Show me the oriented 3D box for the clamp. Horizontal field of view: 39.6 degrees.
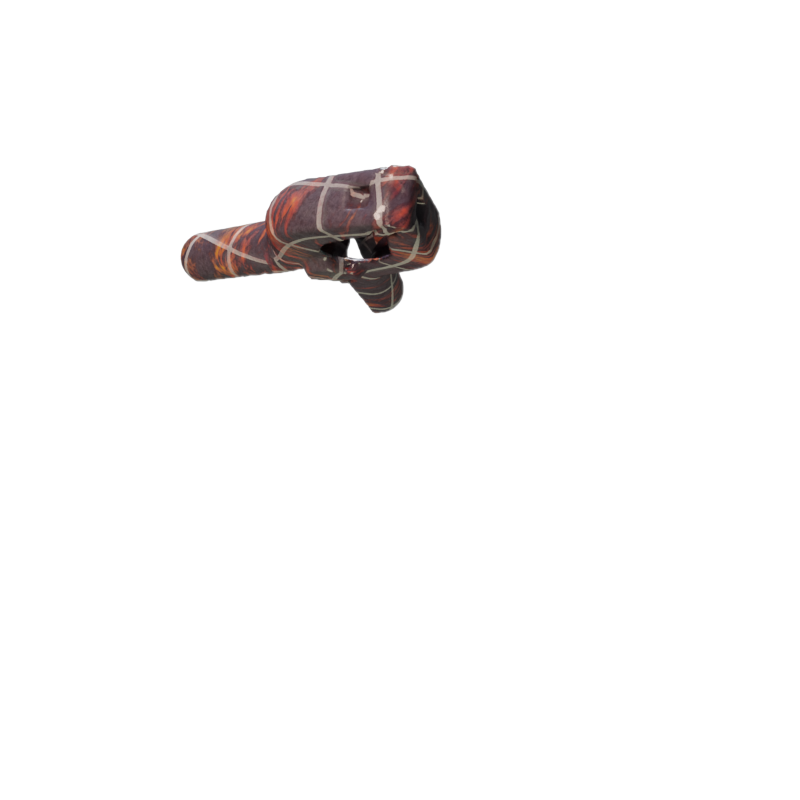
[{"bbox_3d":[-0.041,-0.075,0.524,0.118,0.041,0.168,2,-11,-12],"label":"clamp"}]
